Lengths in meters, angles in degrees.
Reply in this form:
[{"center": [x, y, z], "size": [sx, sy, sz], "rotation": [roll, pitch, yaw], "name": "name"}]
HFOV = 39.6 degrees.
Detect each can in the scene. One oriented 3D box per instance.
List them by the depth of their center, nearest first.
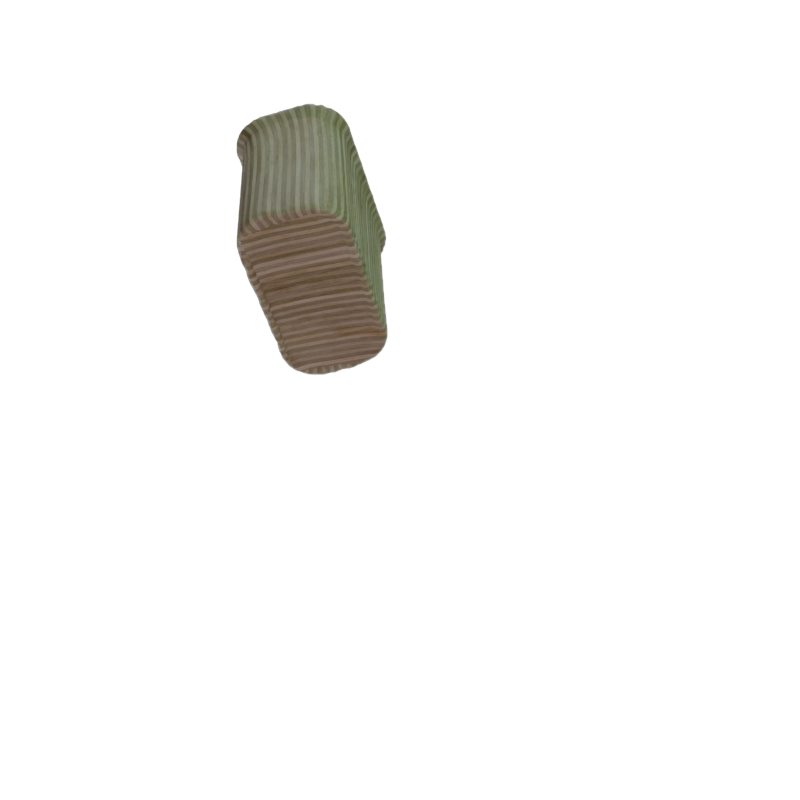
[{"center": [-0.042, -0.076, 0.531], "size": [0.058, 0.094, 0.090], "rotation": [-14, 39, 9], "name": "can"}]
